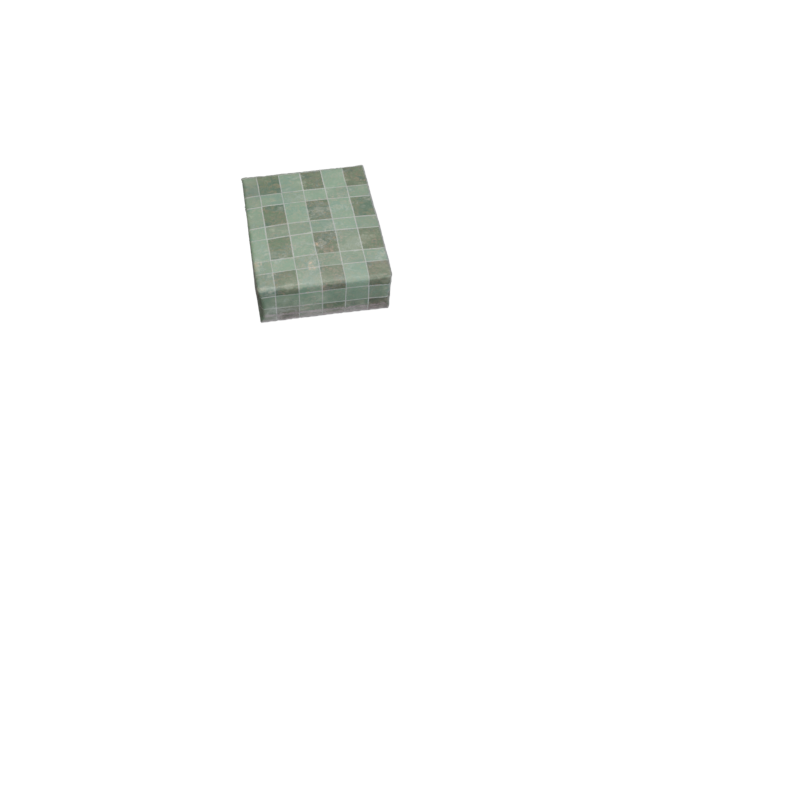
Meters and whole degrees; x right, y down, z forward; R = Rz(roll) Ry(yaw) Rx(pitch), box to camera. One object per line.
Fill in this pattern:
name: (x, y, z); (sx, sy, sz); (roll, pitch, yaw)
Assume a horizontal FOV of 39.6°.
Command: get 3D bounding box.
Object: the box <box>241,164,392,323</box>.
box: (-0.060, -0.110, 0.770); (0.089, 0.123, 0.036); (-7, -41, -7)
